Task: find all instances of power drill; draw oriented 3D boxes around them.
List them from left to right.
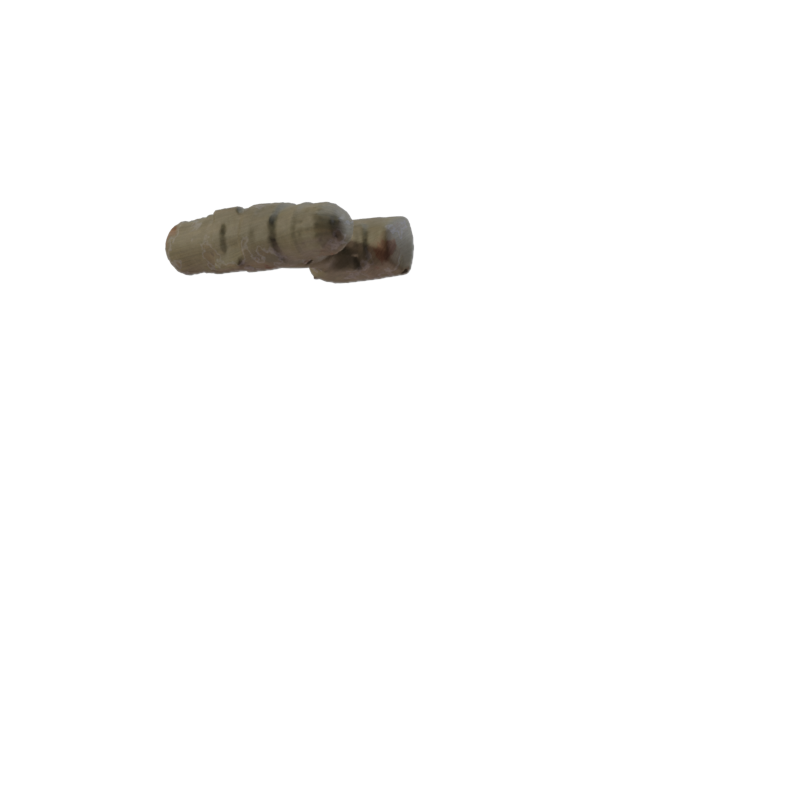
[{"bbox_3d":[-0.072,-0.131,0.919,0.191,0.058,0.180,1,2,39],"label":"power drill"}]
